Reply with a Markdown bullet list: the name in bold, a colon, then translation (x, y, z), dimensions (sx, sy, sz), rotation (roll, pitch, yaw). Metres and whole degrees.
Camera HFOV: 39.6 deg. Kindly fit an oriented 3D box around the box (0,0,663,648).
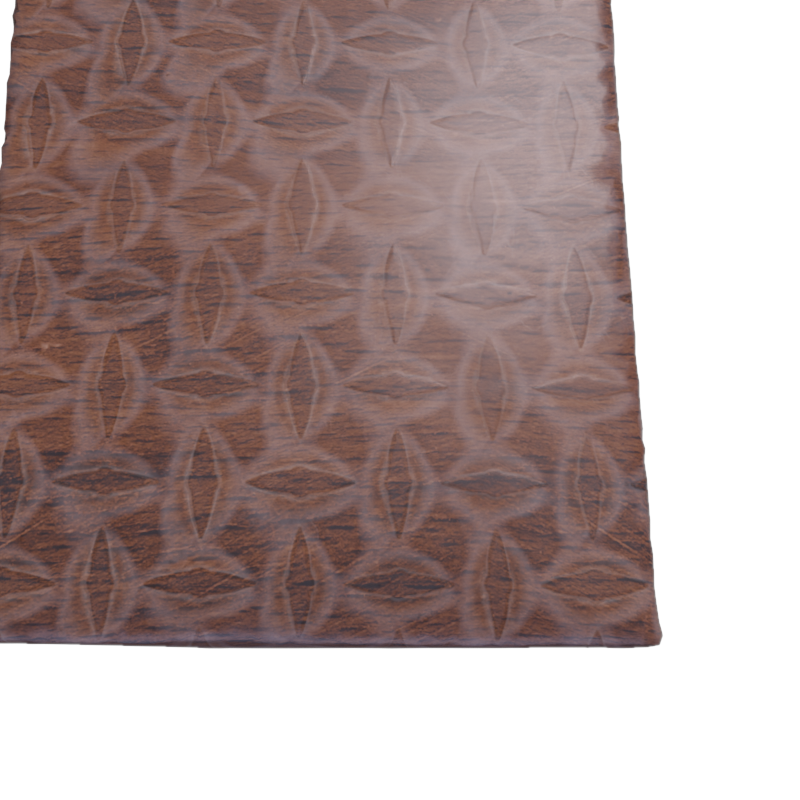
- **box**: translation (-0.024, -0.045, 0.312), dimensions (0.164, 0.222, 0.069), rotation (0, -16, -2)
